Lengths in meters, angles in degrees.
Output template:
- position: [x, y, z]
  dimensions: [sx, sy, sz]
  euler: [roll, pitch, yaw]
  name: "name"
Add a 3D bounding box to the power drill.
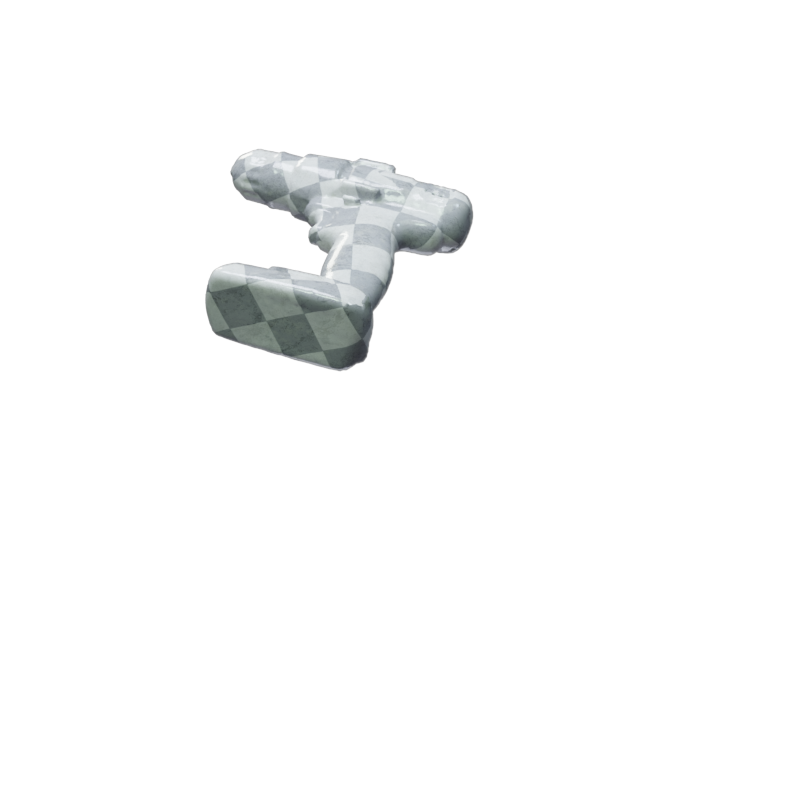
- position: [-0.059, -0.108, 0.757]
  dimensions: [0.190, 0.054, 0.195]
  euler: [13, 41, 15]
  name: "power drill"
